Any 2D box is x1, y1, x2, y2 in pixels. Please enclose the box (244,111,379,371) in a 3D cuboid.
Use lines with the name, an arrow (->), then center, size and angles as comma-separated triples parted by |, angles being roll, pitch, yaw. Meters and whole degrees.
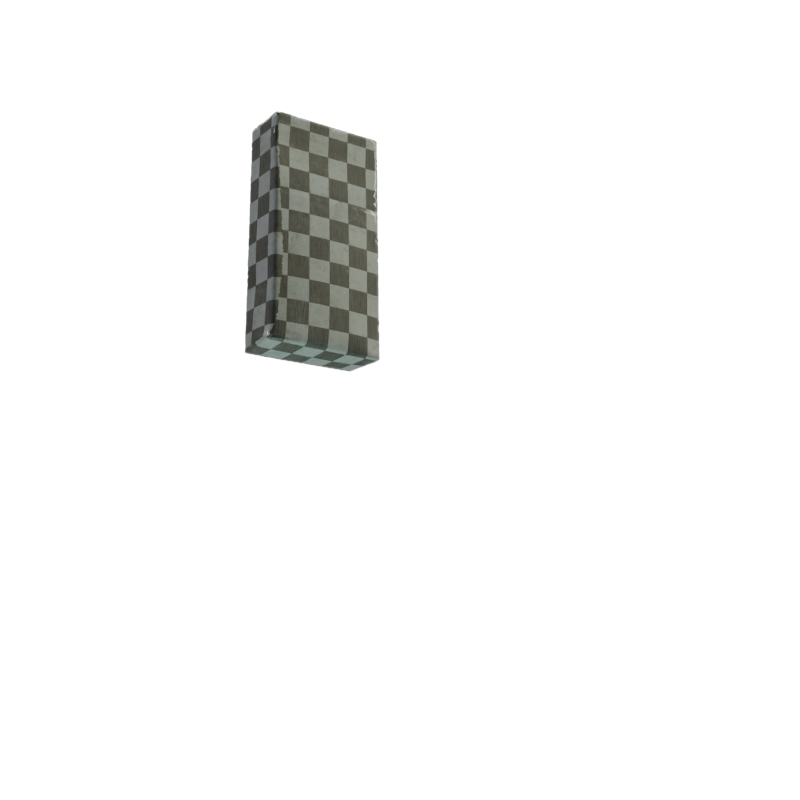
box -> -0.064, -0.116, 0.816 | 0.089, 0.186, 0.048 | 12, -26, -31
